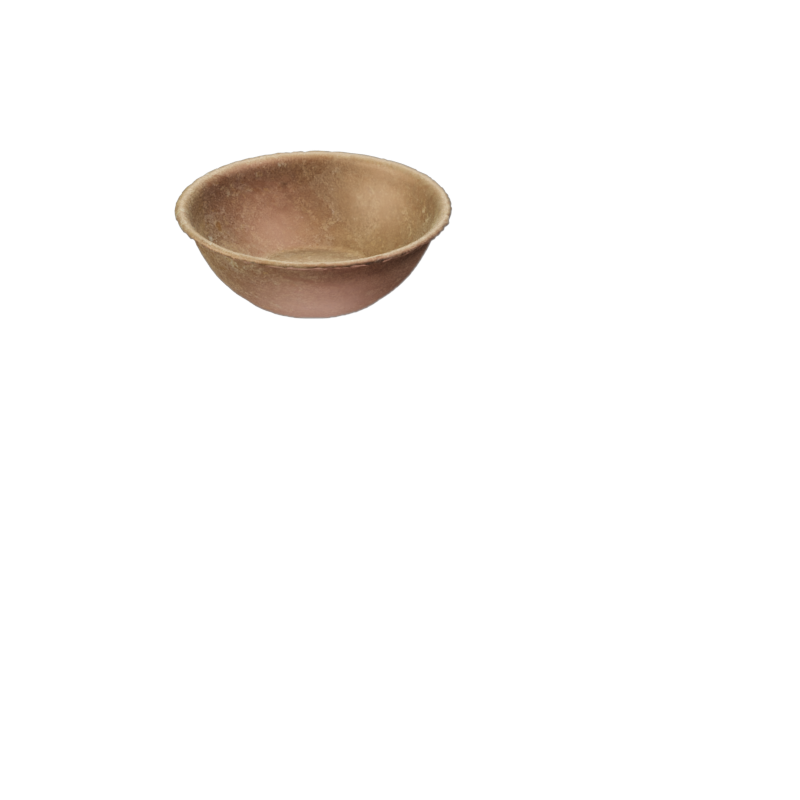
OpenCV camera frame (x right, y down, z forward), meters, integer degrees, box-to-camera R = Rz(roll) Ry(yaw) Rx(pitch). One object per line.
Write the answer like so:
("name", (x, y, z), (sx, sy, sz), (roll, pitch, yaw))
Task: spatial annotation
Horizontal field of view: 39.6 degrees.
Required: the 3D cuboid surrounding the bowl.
("bowl", (-0.052, -0.094, 0.661), (0.162, 0.052, 0.172), (-1, 32, -2))
